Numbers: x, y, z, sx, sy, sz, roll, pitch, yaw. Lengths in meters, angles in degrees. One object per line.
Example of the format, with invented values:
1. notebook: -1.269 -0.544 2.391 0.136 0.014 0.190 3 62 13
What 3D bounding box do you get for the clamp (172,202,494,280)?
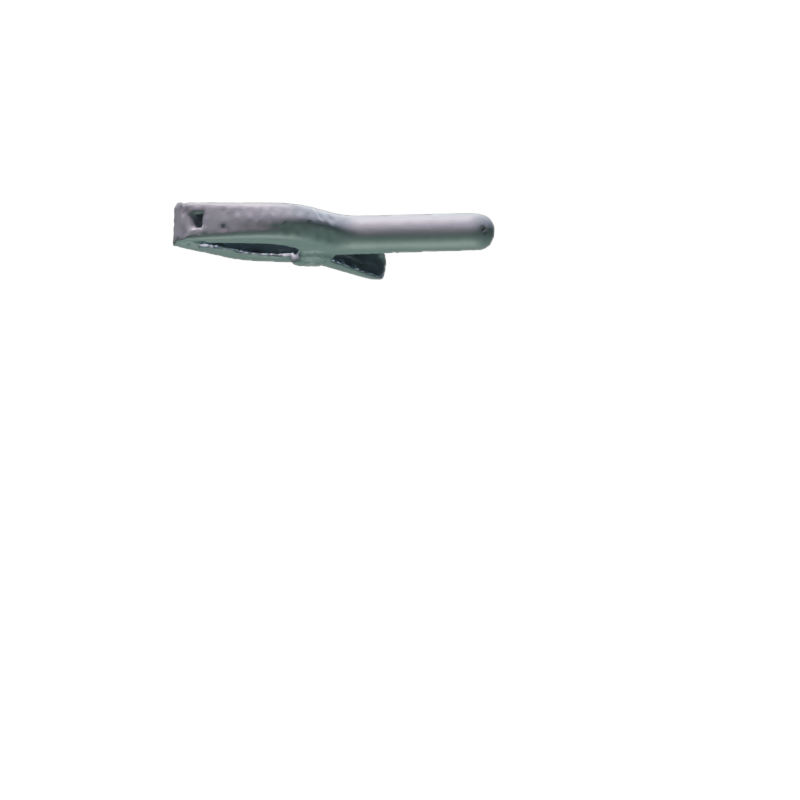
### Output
1. clamp: -0.062 -0.113 0.790 0.204 0.037 0.165 2 -5 -20
